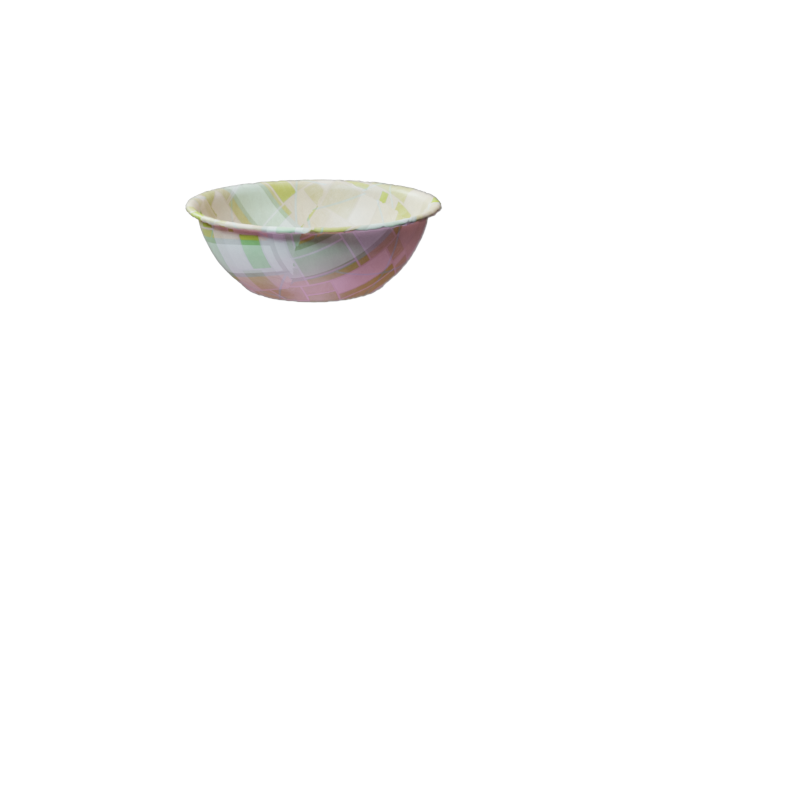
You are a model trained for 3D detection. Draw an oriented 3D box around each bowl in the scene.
[{"bbox_3d":[-0.055,-0.101,0.708,0.162,0.053,0.169,-1,20,-2],"label":"bowl"}]
